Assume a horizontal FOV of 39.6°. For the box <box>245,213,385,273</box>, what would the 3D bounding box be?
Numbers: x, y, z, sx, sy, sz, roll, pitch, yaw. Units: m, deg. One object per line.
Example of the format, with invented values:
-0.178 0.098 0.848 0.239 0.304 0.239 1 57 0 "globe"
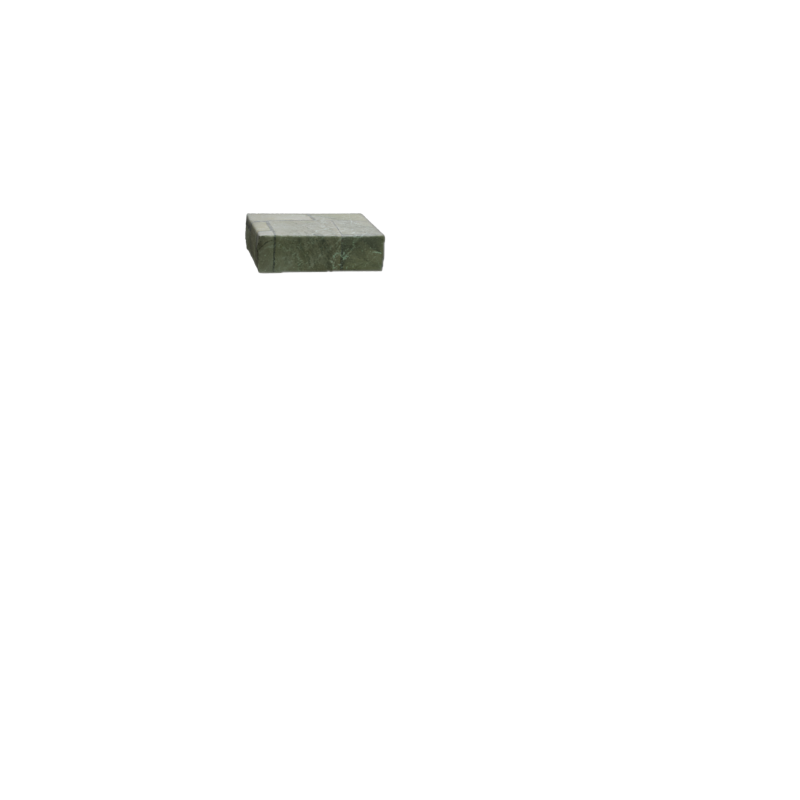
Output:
-0.077 -0.141 0.989 0.112 0.037 0.094 -4 20 -12 "box"
